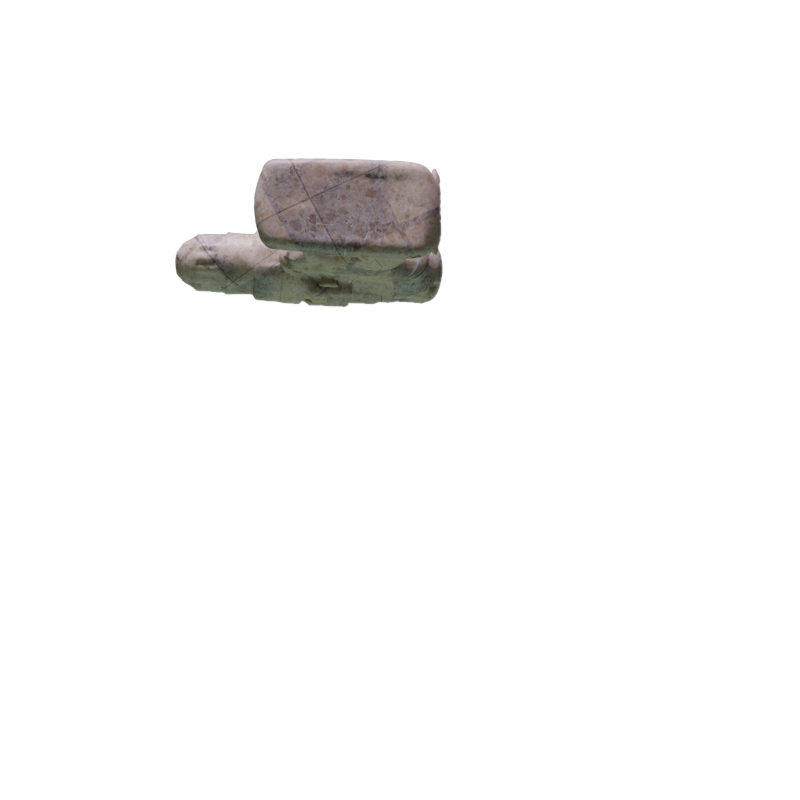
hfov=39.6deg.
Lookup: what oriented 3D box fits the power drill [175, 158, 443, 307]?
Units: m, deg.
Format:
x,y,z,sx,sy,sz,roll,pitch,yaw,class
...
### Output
x,y,z,sx,sy,sz,roll,pitch,yaw,class
-0.055,-0.100,0.703,0.183,0.059,0.185,0,-5,-5,power drill
